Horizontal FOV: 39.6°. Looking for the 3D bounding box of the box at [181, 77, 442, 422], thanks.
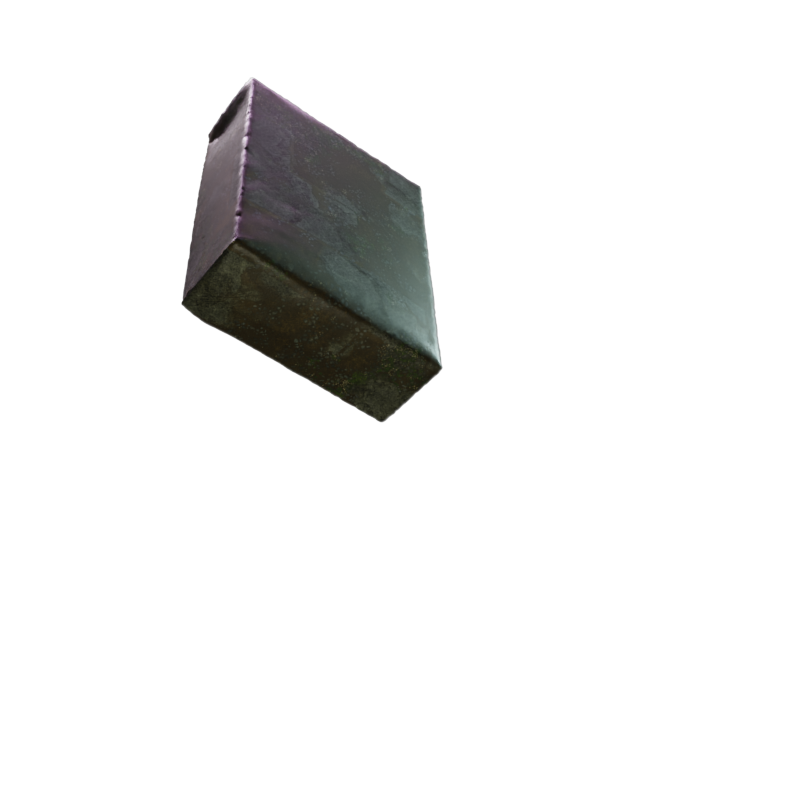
[{"bbox_3d":[-0.060,-0.110,0.769,0.156,0.229,0.070,29,-58,-24],"label":"box"}]
